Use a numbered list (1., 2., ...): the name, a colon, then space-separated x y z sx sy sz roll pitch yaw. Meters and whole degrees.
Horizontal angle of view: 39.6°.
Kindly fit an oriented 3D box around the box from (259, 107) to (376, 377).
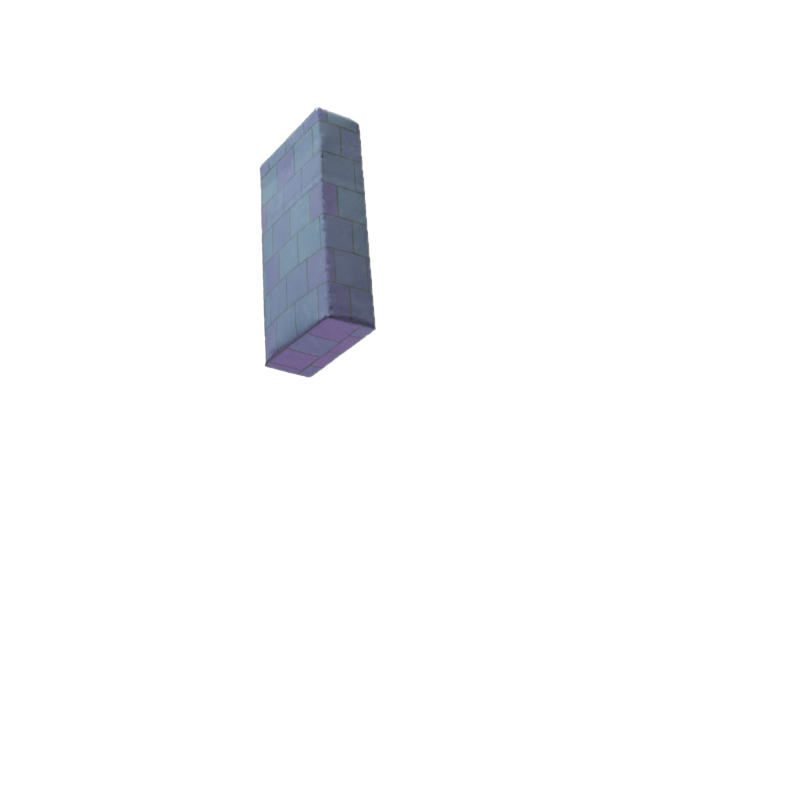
1. box: -0.063 -0.116 0.813 0.046 0.187 0.092 17 -34 -30
